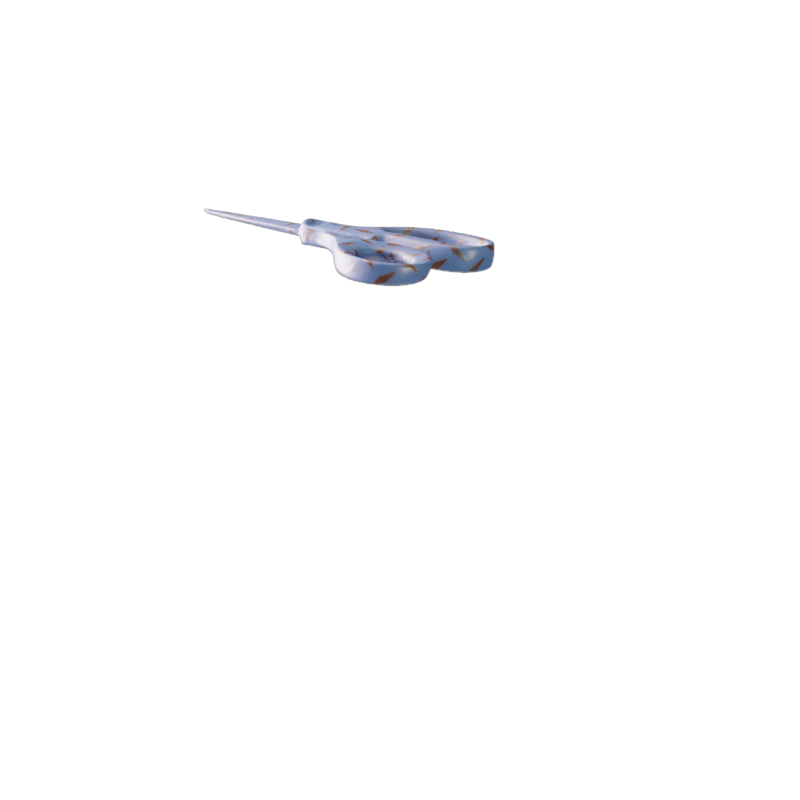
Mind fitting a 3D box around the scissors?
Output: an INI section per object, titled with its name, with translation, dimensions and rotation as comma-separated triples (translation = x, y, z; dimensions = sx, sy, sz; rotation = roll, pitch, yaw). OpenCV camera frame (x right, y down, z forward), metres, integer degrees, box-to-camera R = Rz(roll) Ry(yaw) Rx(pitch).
[scissors]
translation = -0.049, -0.089, 0.626
dimensions = 0.209, 0.015, 0.096
rotation = 10, 22, 24
